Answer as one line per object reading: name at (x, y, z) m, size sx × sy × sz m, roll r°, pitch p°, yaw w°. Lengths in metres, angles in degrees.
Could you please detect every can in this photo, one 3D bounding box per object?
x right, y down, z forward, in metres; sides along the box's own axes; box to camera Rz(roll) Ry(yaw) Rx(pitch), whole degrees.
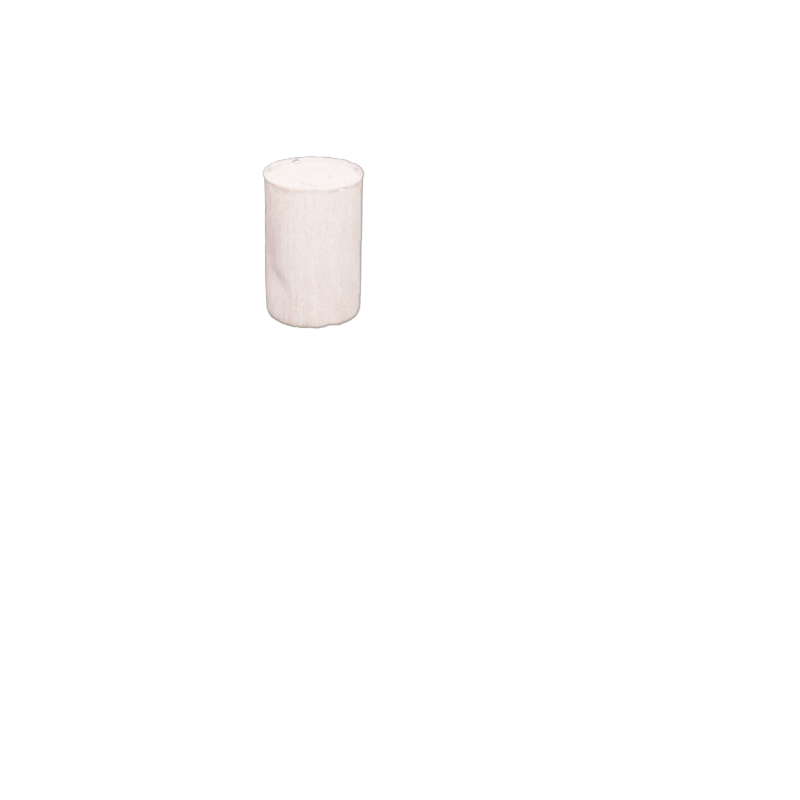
can at (-0.059, -0.108, 0.759) m, size 0.068 × 0.097 × 0.072 m, roll 0°, pitch 25°, yaw -2°
